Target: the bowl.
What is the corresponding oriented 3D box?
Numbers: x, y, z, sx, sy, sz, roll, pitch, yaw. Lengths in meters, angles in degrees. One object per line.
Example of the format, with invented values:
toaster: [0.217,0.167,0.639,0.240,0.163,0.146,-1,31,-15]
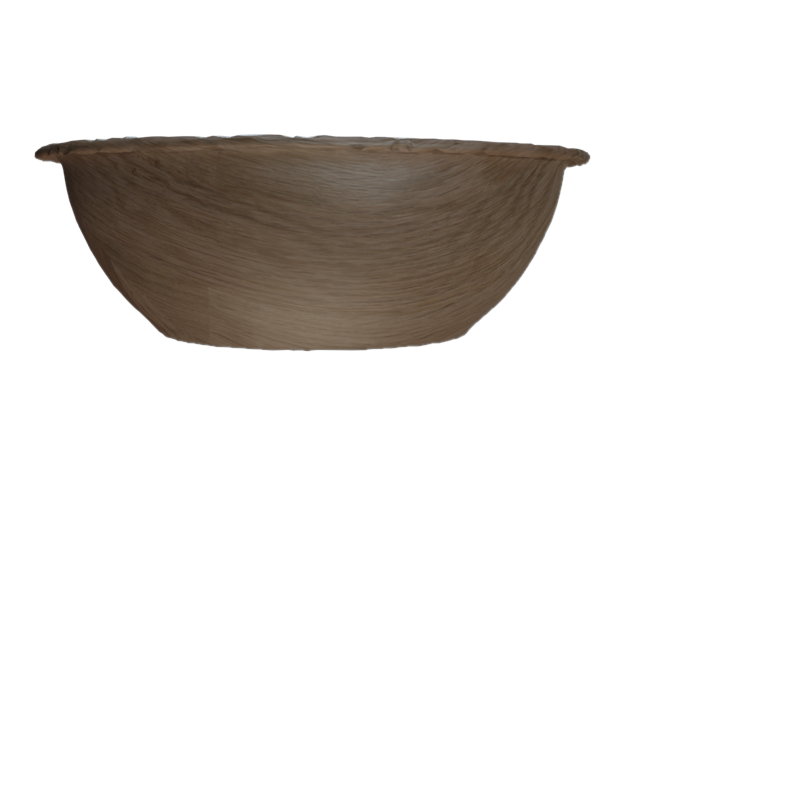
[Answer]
bowl: [-0.026,-0.047,0.332,0.162,0.054,0.164,0,9,-2]
